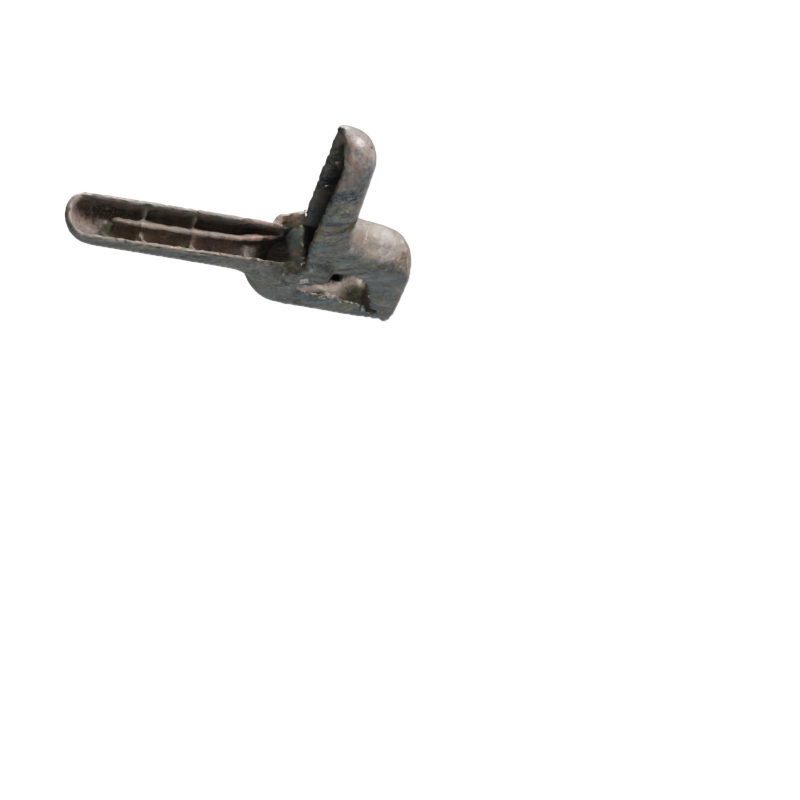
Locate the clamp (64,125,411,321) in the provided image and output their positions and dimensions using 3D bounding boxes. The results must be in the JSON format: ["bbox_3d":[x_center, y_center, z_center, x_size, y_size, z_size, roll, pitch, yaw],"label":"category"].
[{"bbox_3d":[-0.046,-0.083,0.583,0.168,0.038,0.197,-9,-16,32],"label":"clamp"}]
